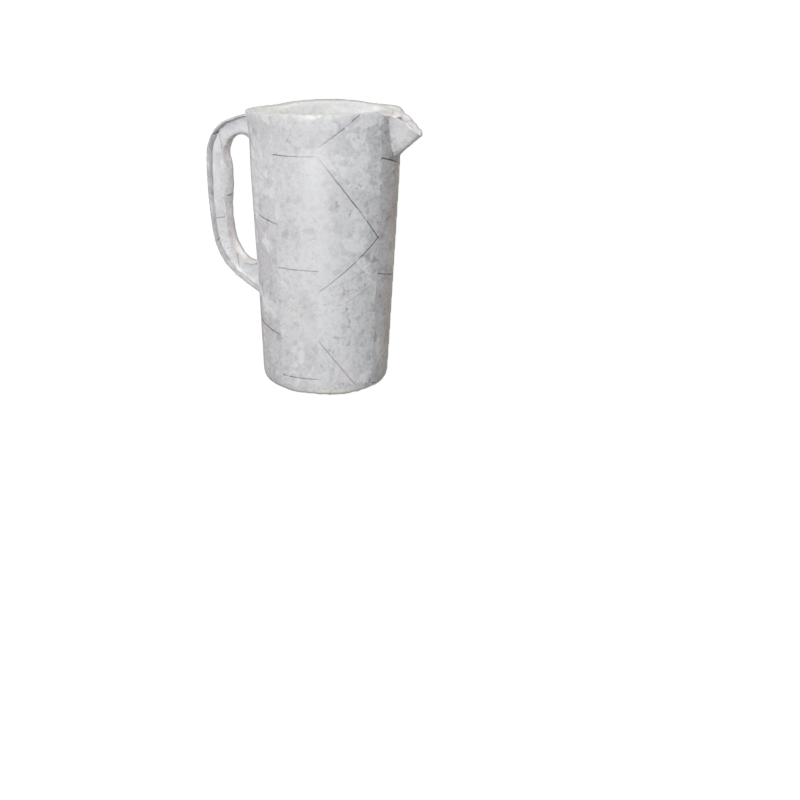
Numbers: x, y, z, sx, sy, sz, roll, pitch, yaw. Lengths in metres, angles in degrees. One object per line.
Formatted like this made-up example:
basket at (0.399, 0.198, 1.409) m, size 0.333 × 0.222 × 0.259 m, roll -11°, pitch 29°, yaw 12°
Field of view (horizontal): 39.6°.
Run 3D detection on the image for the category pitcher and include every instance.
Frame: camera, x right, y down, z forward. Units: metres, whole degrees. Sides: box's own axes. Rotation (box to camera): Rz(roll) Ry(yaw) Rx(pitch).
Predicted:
pitcher at (-0.074, -0.136, 0.950) m, size 0.141 × 0.236 × 0.158 m, roll -7°, pitch 16°, yaw -29°
